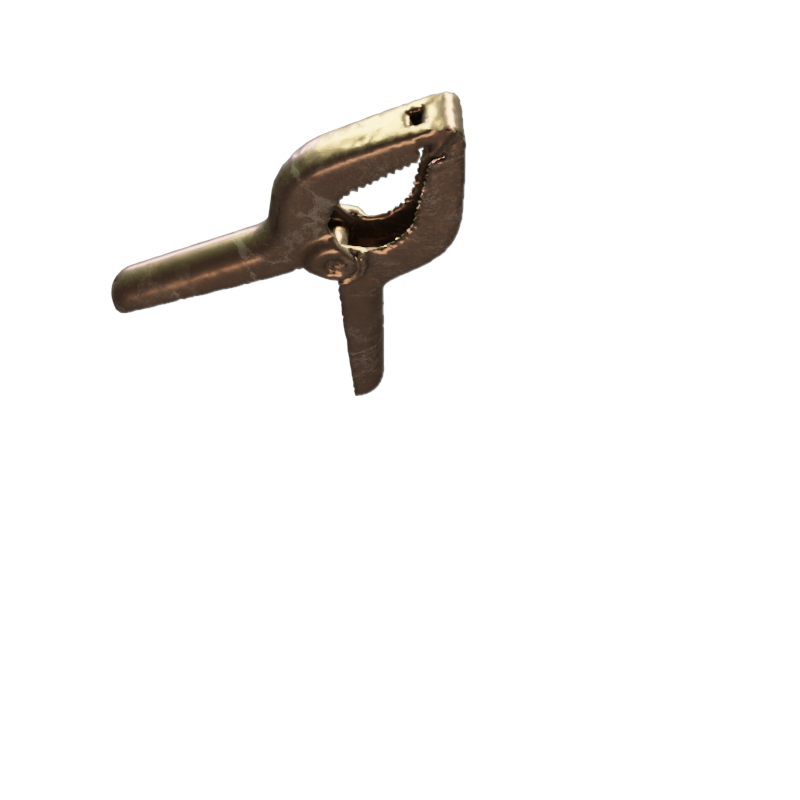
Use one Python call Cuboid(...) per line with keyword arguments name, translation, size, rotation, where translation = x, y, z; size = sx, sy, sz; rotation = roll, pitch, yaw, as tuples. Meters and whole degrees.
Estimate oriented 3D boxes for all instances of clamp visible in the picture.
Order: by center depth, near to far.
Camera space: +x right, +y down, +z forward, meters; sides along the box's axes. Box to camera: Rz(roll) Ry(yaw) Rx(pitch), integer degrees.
Cuboid(name="clamp", translation=(-0.043, -0.079, 0.555), size=(0.159, 0.039, 0.203), rotation=(16, -40, -21))
